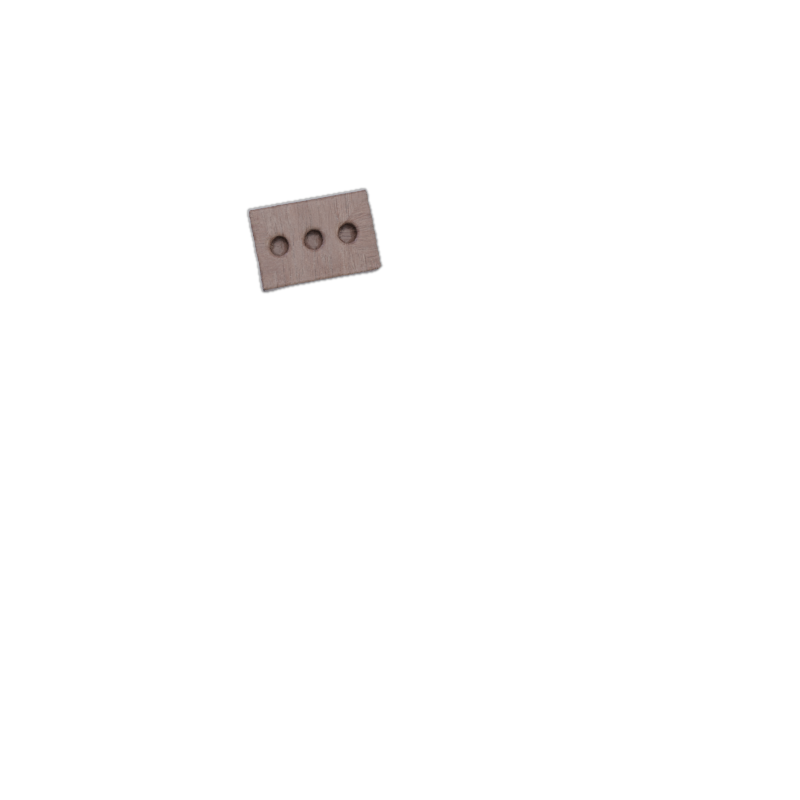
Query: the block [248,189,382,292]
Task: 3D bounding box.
[{"bbox_3d":[-0.056,-0.102,0.716,0.078,0.053,0.051,-11,1,-2],"label":"block"}]
